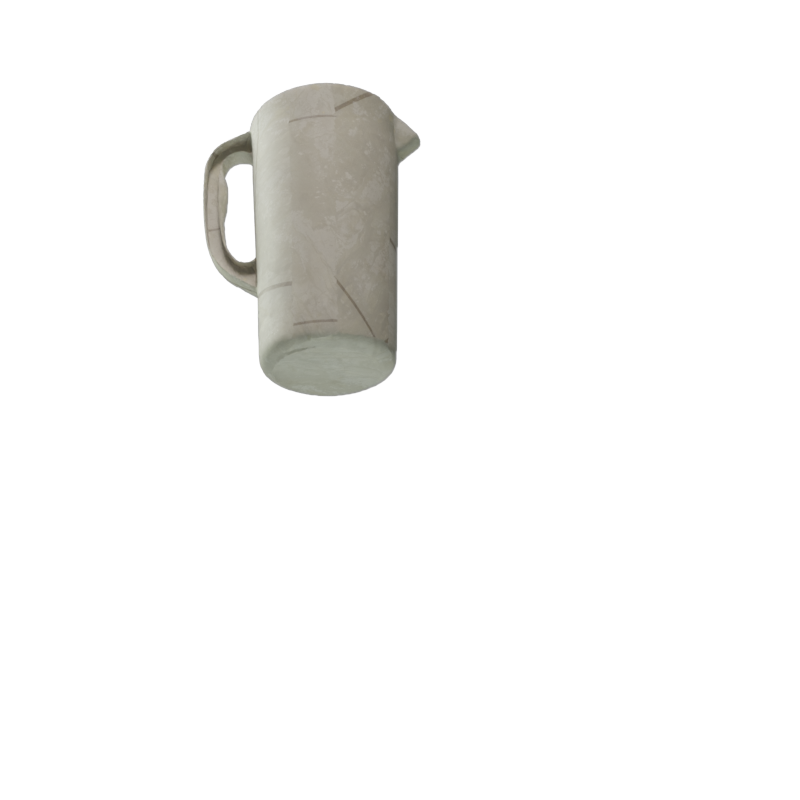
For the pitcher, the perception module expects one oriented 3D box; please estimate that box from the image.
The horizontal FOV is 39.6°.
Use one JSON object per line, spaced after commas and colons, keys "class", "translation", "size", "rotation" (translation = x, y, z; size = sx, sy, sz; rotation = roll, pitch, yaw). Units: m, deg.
{"class": "pitcher", "translation": [-0.072, -0.132, 0.925], "size": [0.136, 0.259, 0.149], "rotation": [23, -37, -37]}
